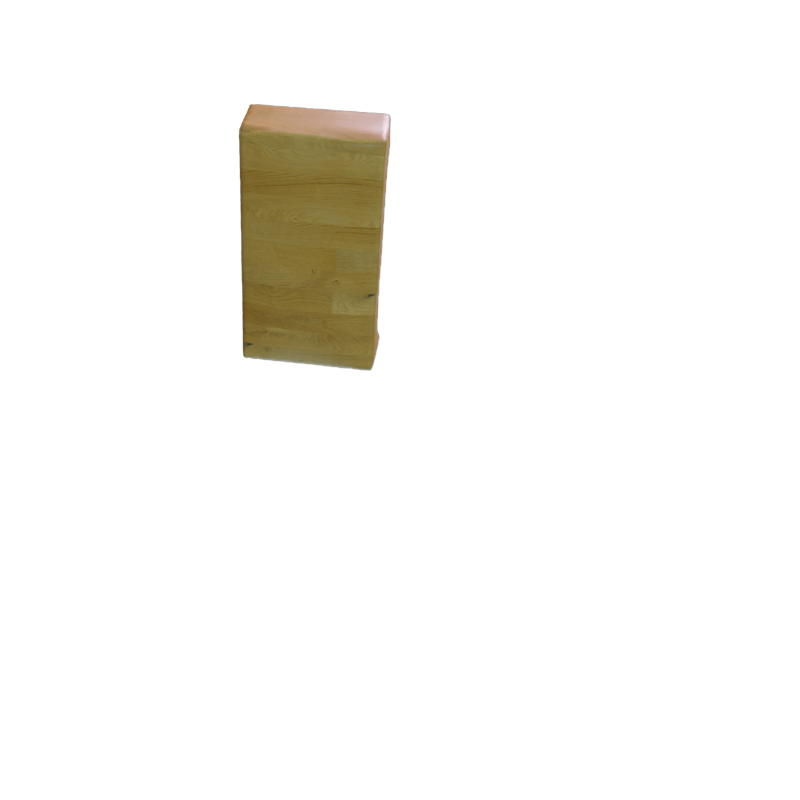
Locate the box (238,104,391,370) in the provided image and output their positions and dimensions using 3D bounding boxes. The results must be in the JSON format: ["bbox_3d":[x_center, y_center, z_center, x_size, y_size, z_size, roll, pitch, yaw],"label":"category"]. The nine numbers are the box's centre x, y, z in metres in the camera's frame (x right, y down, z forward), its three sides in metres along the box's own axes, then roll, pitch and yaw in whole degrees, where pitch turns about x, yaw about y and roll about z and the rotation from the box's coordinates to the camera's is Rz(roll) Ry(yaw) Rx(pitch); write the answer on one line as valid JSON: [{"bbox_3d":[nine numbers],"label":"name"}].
[{"bbox_3d":[-0.057,-0.104,0.728,0.094,0.165,0.051,6,37,4],"label":"box"}]
